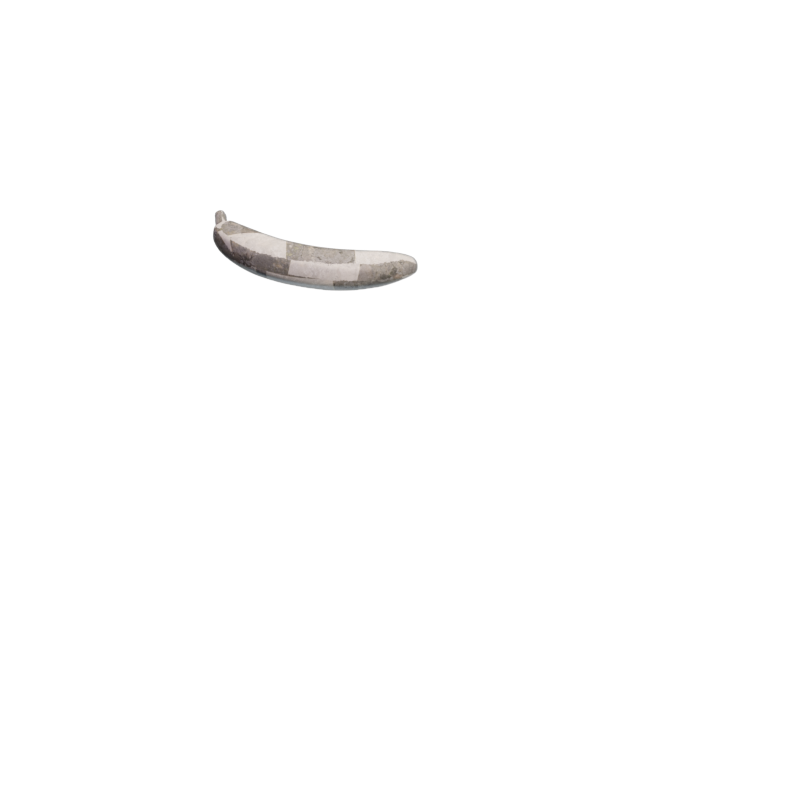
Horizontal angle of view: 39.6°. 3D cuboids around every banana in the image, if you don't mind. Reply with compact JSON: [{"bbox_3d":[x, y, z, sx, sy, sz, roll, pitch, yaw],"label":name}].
[{"bbox_3d":[-0.087,-0.128,0.973,0.204,0.034,0.072,17,49,15],"label":"banana"}]
